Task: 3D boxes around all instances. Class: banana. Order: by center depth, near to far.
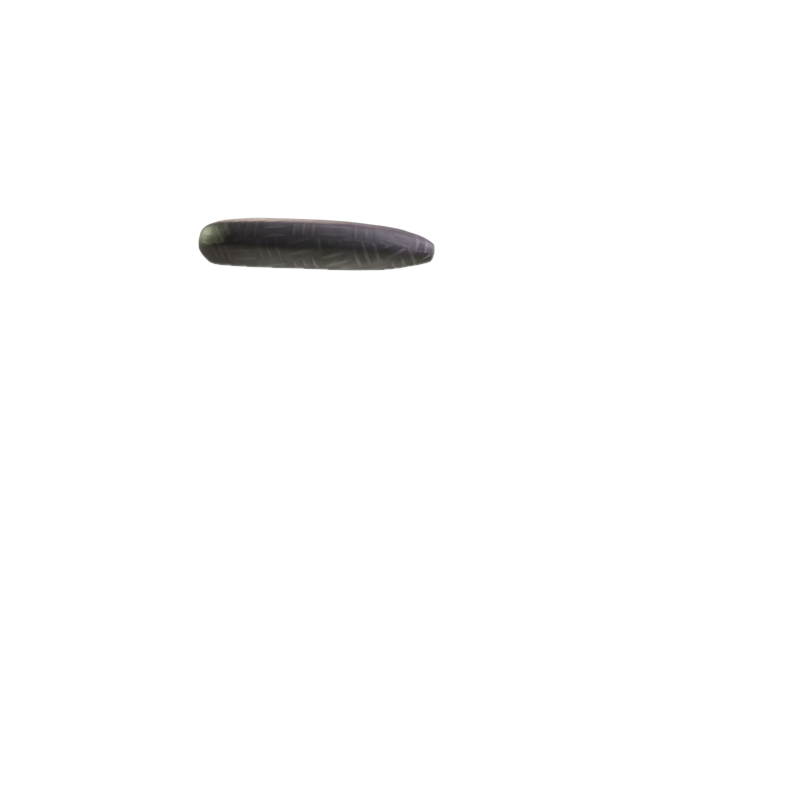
[{"bbox_3d":[-0.076,-0.116,0.816,0.205,0.036,0.068,6,11,28],"label":"banana"}]
